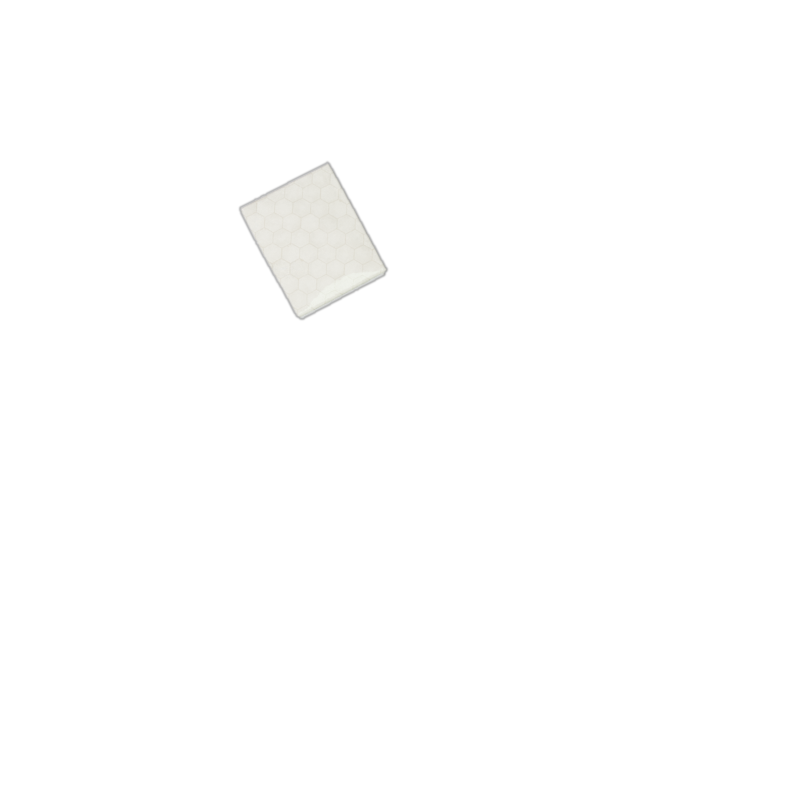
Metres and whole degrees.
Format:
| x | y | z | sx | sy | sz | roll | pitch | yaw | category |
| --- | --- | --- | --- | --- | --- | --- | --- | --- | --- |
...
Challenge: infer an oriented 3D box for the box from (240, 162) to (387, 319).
| x | y | z | sx | sy | sz | roll | pitch | yaw | category |
| --- | --- | --- | --- | --- | --- | --- | --- | --- | --- |
| -0.077 | -0.140 | 0.983 | 0.090 | 0.116 | 0.038 | -28 | -7 | -4 | box |
